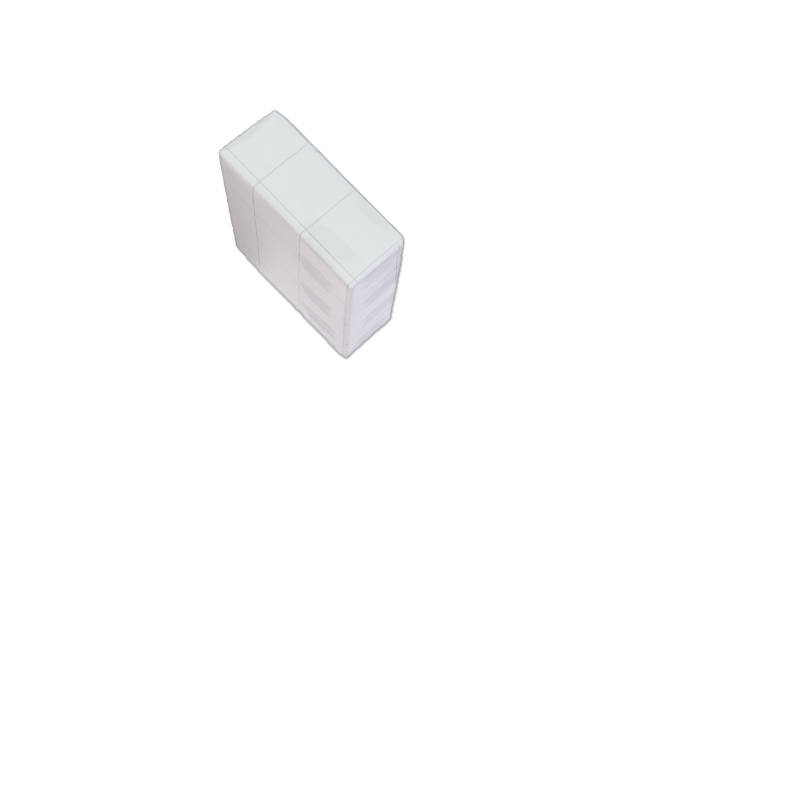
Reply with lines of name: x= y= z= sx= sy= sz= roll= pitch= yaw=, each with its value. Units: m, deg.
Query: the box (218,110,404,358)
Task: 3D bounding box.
box: x=-0.078 y=-0.142 z=0.996 sx=0.072 sy=0.170 sz=0.205 roll=-41 pitch=-11 yaw=-13
